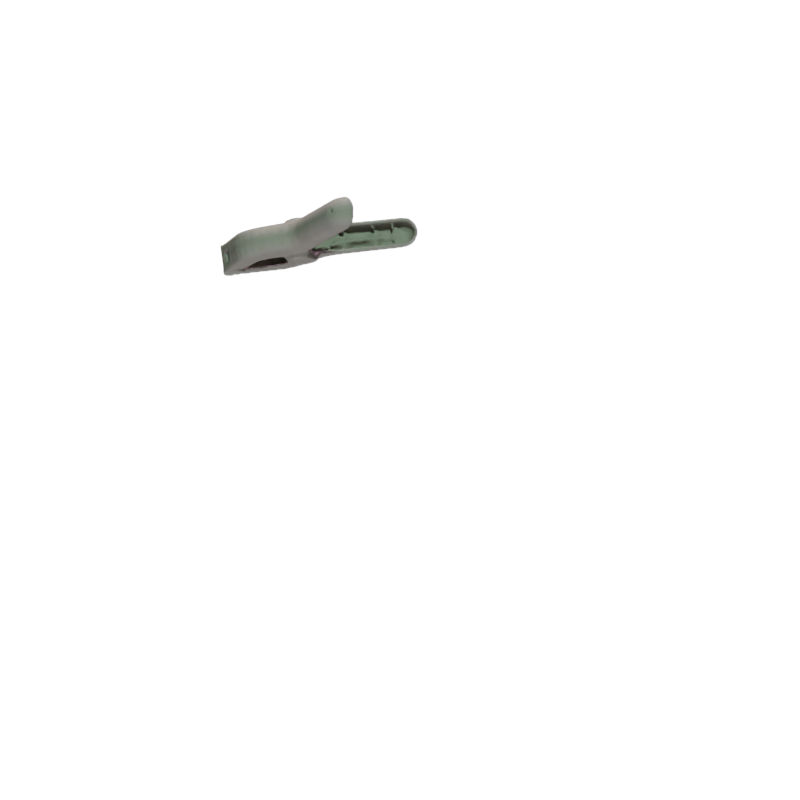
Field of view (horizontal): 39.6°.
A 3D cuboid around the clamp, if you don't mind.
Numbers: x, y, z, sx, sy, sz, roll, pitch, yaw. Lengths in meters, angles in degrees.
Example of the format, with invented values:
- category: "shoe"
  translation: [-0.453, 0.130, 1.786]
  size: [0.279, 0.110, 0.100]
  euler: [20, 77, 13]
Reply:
- category: "clamp"
  translation: [-0.074, -0.135, 0.946]
  size: [0.176, 0.040, 0.113]
  euler: [-8, -12, 39]
